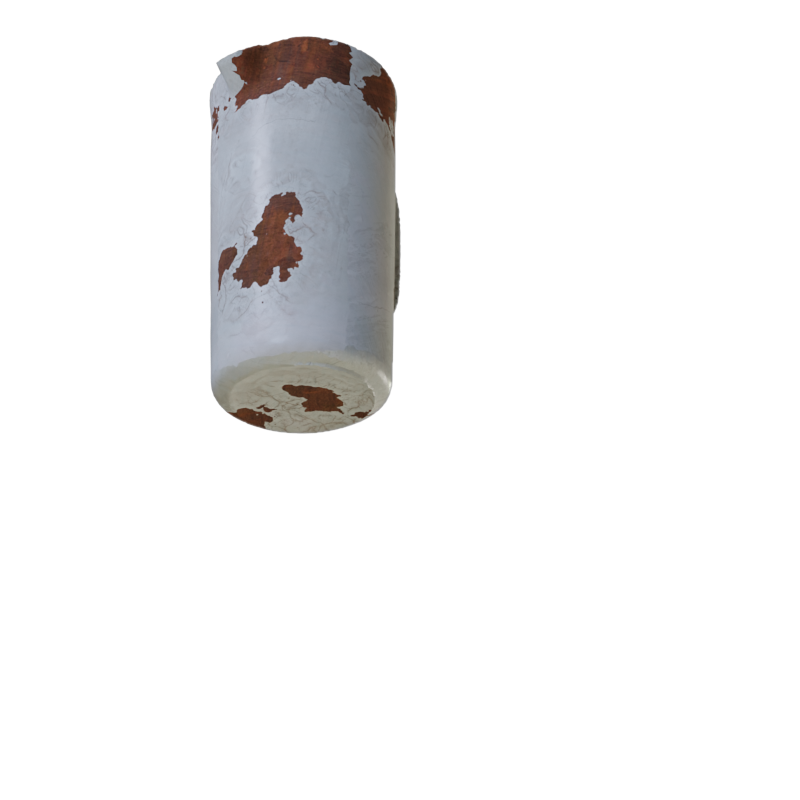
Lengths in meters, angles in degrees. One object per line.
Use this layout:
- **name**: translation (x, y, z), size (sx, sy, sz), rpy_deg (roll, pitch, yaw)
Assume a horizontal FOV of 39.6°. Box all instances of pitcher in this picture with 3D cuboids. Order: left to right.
- **pitcher**: translation (-0.057, -0.104, 0.728), size (0.147, 0.260, 0.137), rpy_deg (4, -33, -10)
